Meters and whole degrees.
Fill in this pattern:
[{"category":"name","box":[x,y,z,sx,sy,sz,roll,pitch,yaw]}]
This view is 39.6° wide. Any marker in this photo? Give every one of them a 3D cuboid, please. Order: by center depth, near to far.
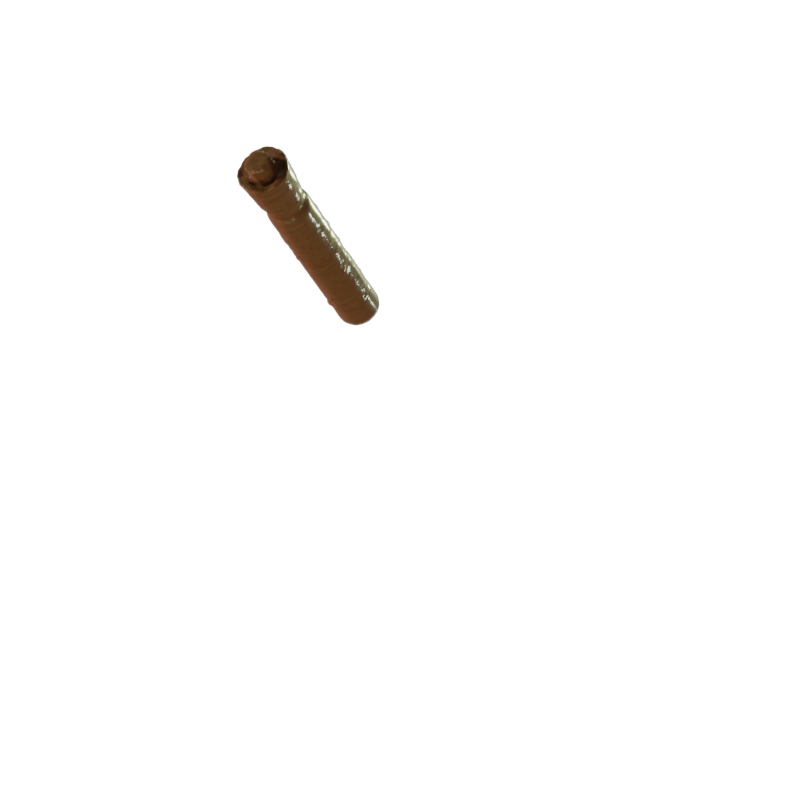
[{"category":"marker","box":[-0.033,-0.061,0.427,0.020,0.021,0.113,2,-21,18]}]
